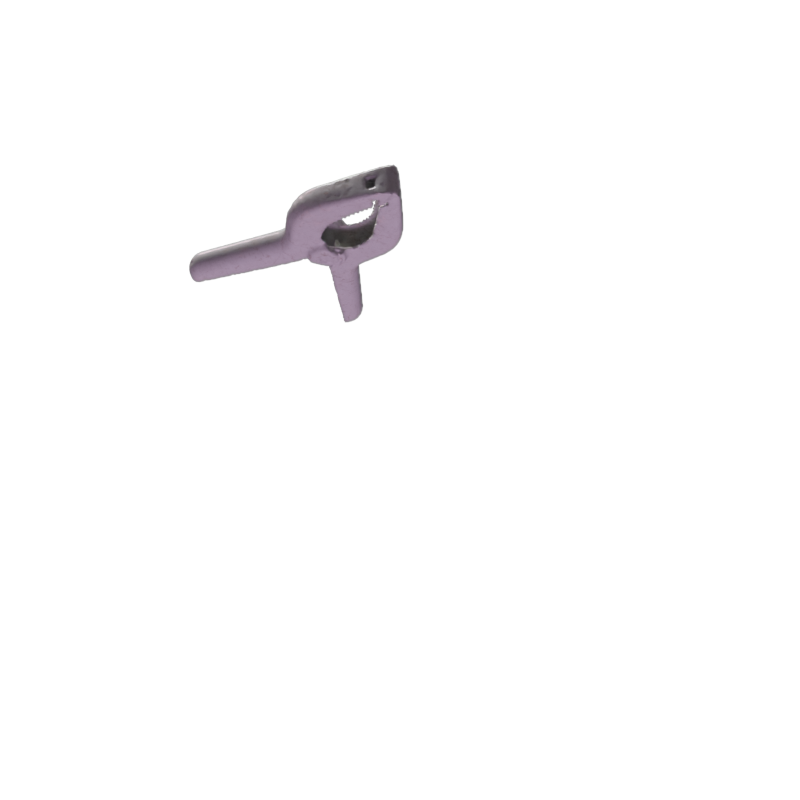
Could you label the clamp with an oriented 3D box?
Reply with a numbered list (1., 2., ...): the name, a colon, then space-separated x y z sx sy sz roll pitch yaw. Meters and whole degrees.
1. clamp: -0.071 -0.129 0.903 0.159 0.039 0.205 11 -28 -22
